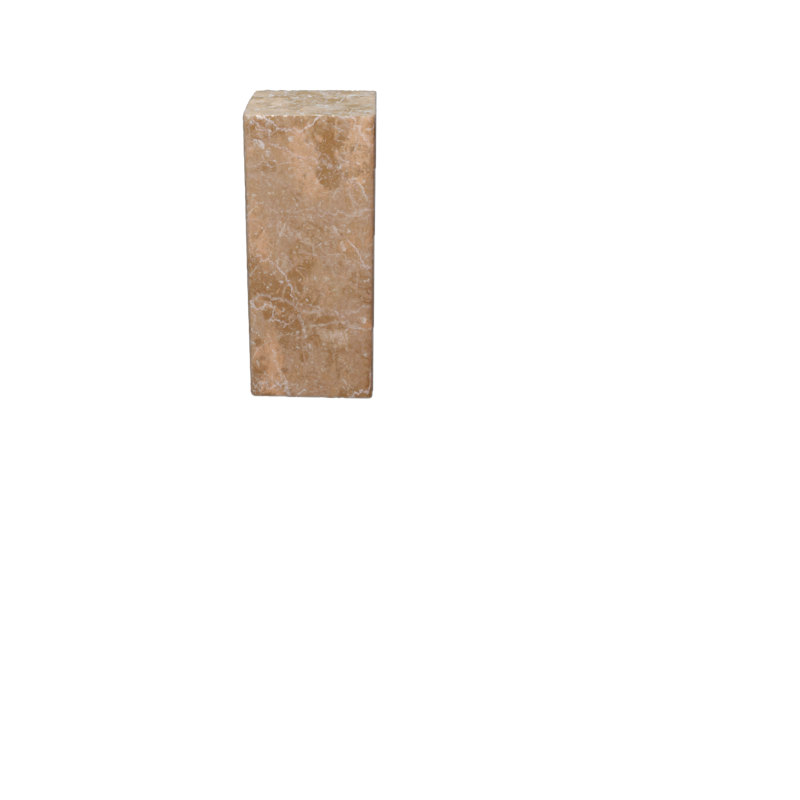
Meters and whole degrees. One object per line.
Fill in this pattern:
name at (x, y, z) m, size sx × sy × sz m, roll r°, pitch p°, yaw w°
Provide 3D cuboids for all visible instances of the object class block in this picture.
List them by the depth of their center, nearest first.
block at (-0.063, -0.114, 0.801) m, size 0.091 × 0.197 × 0.094 m, roll 2°, pitch 21°, yaw 0°
